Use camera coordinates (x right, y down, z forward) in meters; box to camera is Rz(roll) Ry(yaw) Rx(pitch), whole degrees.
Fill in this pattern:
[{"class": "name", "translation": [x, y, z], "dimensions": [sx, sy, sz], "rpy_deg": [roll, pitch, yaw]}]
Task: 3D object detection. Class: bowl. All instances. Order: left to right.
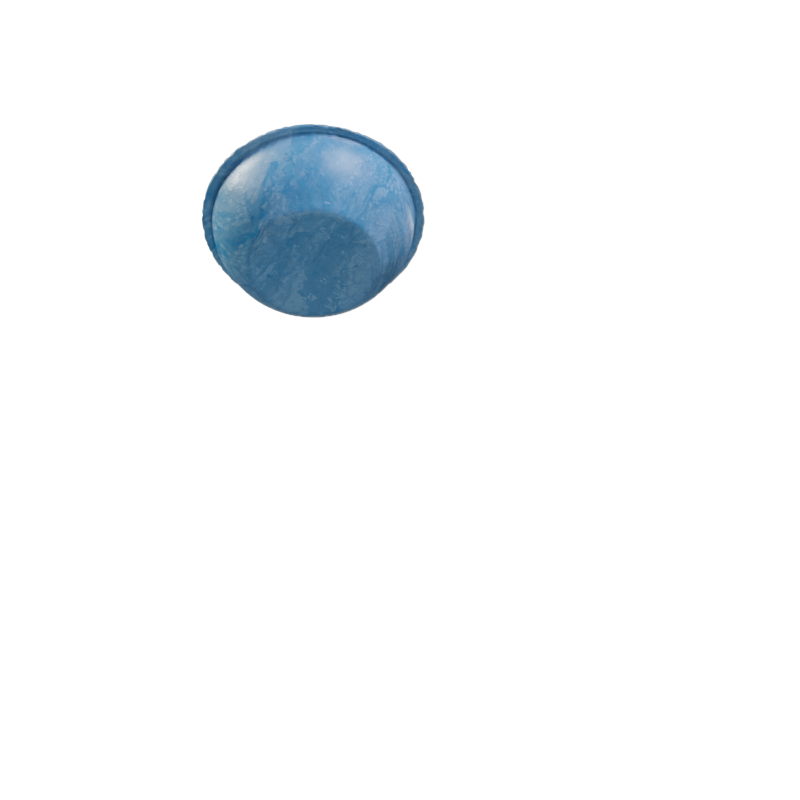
[{"class": "bowl", "translation": [-0.061, -0.112, 0.786], "dimensions": [0.162, 0.151, 0.059], "rpy_deg": [1, 39, -1]}]
